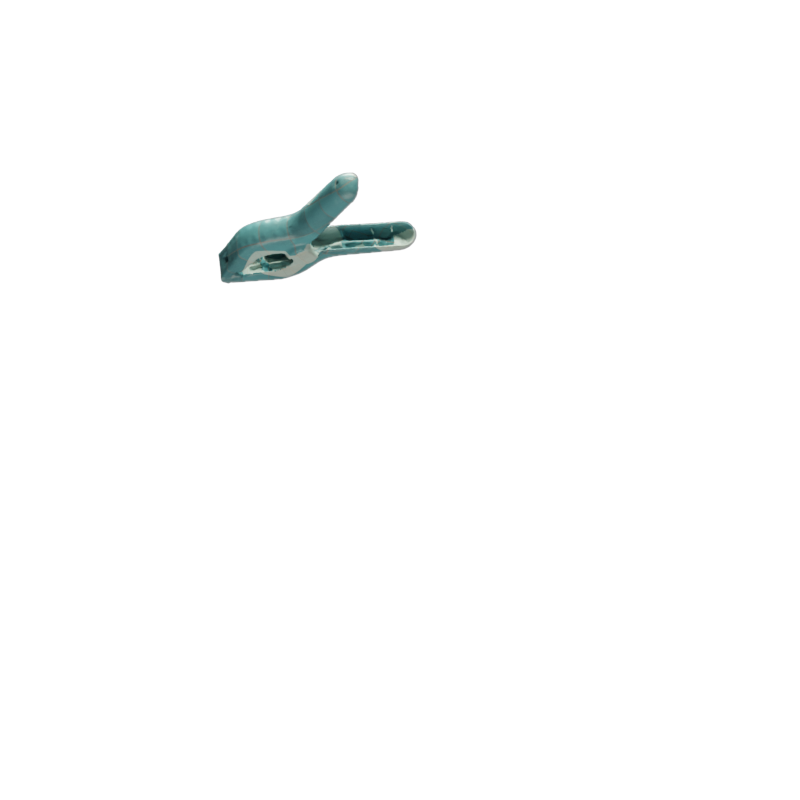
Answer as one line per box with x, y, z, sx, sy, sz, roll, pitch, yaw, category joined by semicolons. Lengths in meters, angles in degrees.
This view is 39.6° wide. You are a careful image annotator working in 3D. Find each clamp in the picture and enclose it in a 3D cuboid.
-0.074;-0.135;0.949;0.173;0.042;0.112;-18;-31;32;clamp
